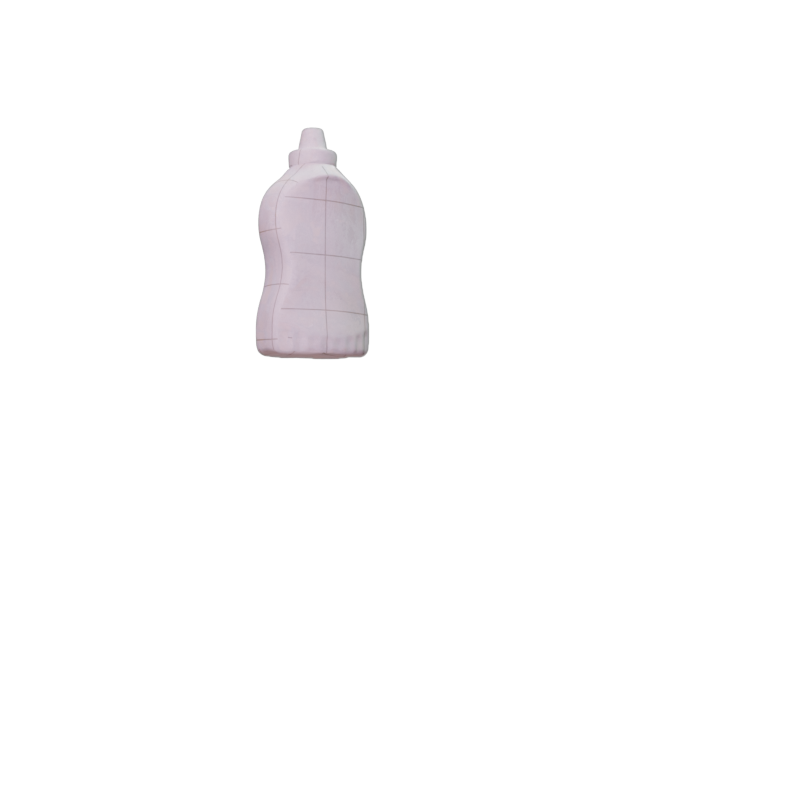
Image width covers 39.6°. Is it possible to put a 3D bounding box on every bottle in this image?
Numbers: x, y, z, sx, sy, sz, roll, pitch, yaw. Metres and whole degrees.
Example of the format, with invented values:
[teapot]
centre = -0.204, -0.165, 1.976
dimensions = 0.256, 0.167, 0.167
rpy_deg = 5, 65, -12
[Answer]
[bottle]
centre = -0.072, -0.131, 0.921
dimensions = 0.092, 0.196, 0.060
rpy_deg = 4, -9, -34
